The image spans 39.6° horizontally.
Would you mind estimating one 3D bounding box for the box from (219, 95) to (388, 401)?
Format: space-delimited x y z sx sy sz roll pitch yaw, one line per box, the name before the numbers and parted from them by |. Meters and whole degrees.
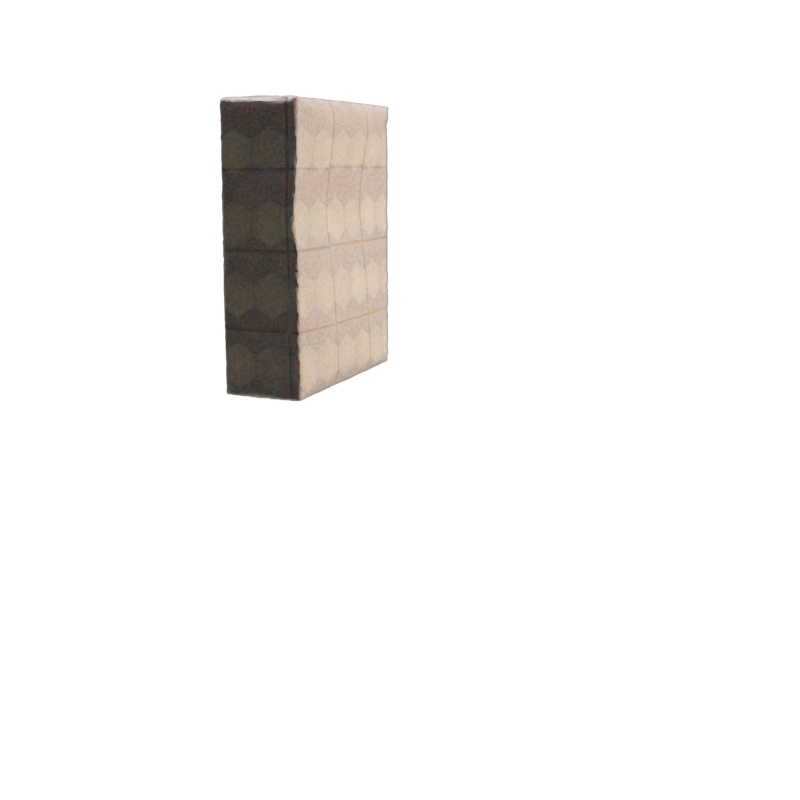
box | -0.066 -0.121 0.844 0.074 0.211 0.161 3 8 23
